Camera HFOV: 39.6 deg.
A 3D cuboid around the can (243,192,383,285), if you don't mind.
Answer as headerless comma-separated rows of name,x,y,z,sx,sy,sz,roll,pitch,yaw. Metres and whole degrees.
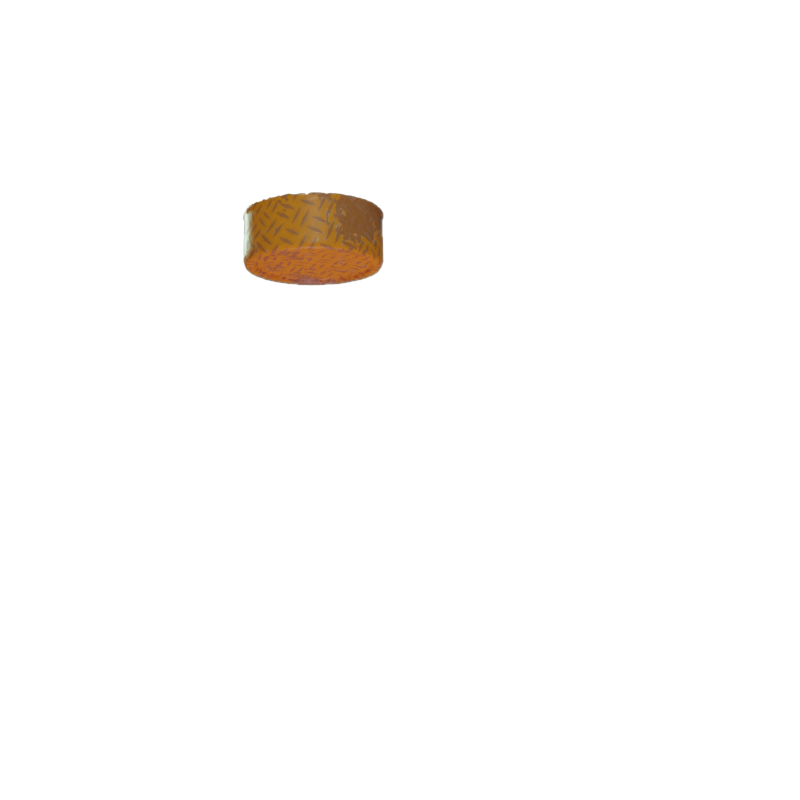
can,-0.053,-0.096,0.672,0.086,0.035,0.083,0,-11,-2
